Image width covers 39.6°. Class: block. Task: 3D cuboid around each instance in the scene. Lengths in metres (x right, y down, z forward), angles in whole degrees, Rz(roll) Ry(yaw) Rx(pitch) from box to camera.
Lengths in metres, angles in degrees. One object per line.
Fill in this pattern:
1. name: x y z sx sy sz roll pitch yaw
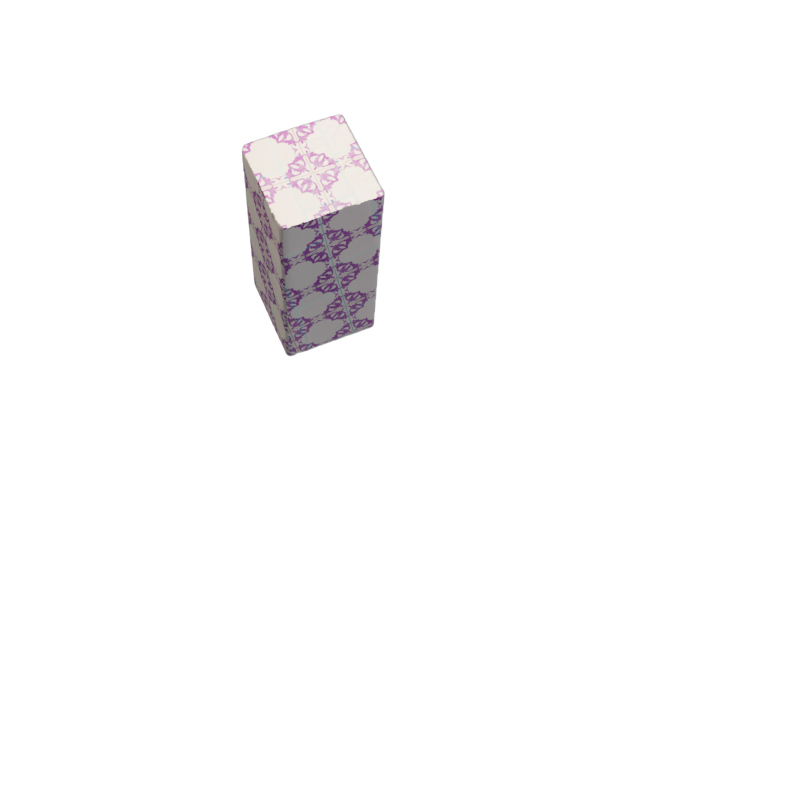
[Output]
1. block: -0.075 -0.136 0.950 0.090 0.097 0.194 -20 -25 -14
